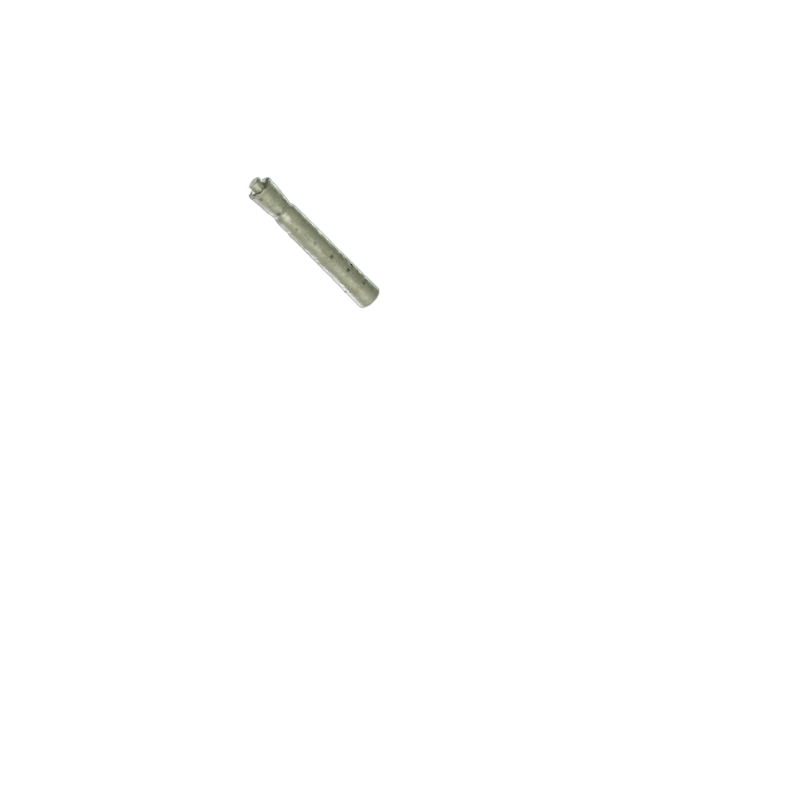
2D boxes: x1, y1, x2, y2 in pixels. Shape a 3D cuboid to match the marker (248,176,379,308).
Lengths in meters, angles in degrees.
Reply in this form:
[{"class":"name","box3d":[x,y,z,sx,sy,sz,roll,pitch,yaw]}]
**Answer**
[{"class":"marker","box3d":[-0.059,-0.107,0.749,0.114,0.020,0.020,44,-20,-25]}]
